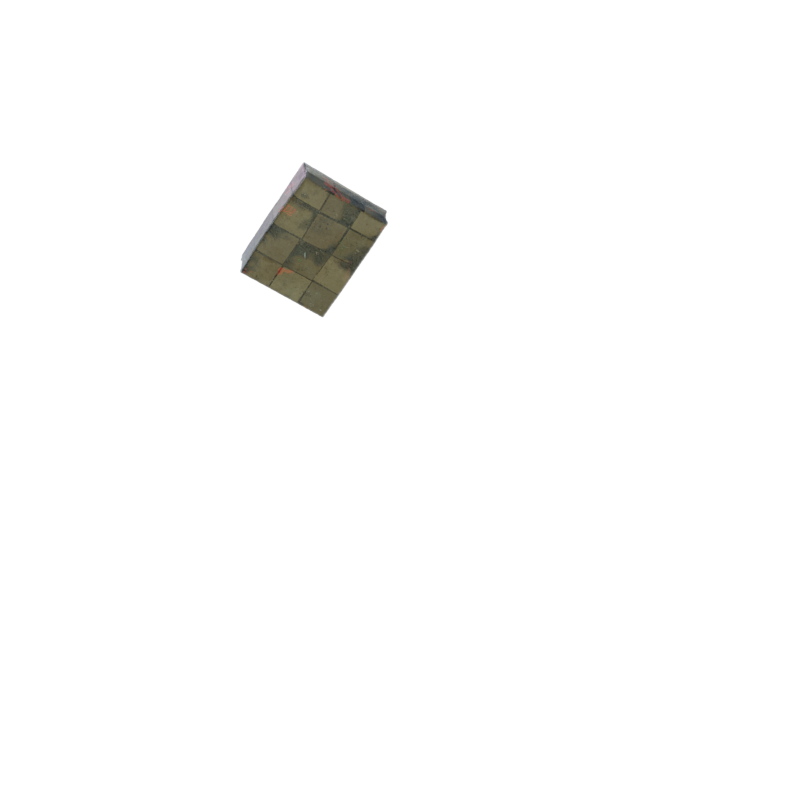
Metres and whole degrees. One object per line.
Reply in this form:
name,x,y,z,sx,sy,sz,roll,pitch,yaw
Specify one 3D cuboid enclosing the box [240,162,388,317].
box,-0.078,-0.142,0.996,0.087,0.111,0.041,30,24,-16
